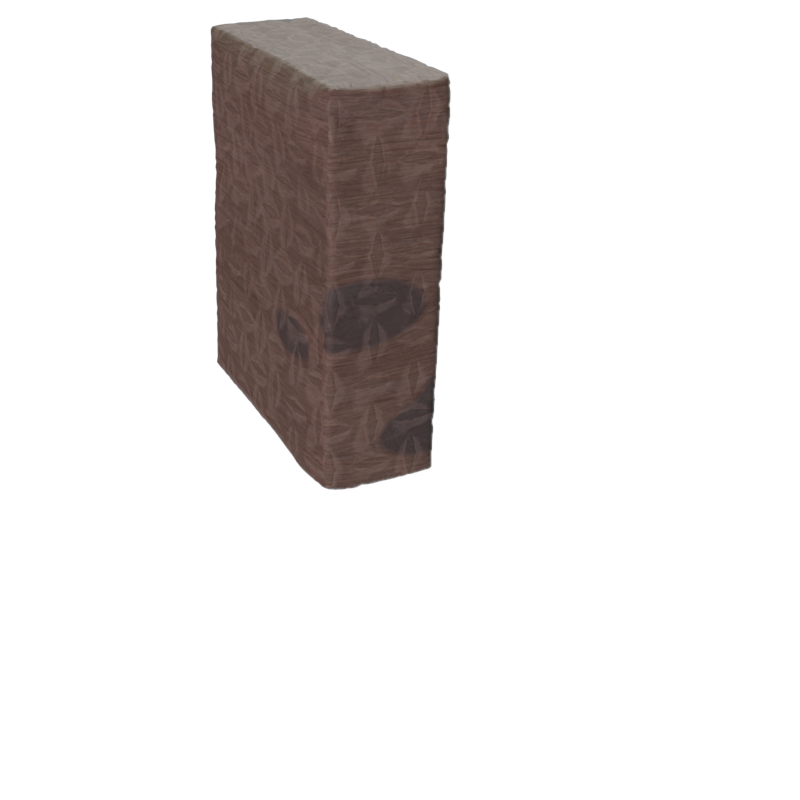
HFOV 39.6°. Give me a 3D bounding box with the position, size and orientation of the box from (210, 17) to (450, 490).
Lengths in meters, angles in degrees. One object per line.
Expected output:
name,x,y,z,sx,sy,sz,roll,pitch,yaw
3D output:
box,-0.047,-0.086,0.600,0.070,0.203,0.176,-10,27,-25
